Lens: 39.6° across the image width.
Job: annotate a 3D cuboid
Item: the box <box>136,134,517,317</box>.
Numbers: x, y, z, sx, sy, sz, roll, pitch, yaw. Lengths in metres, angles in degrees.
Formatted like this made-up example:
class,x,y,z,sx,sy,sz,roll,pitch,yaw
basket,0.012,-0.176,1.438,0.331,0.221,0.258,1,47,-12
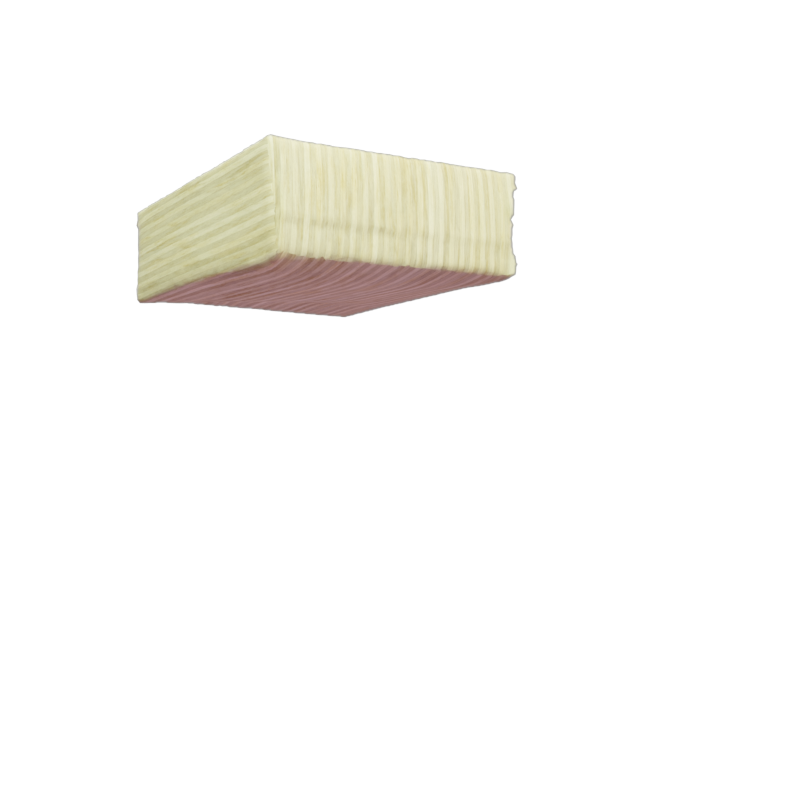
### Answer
class,x,y,z,sx,sy,sz,roll,pitch,yaw
box,-0.030,-0.054,0.378,0.086,0.039,0.116,2,-3,-31
